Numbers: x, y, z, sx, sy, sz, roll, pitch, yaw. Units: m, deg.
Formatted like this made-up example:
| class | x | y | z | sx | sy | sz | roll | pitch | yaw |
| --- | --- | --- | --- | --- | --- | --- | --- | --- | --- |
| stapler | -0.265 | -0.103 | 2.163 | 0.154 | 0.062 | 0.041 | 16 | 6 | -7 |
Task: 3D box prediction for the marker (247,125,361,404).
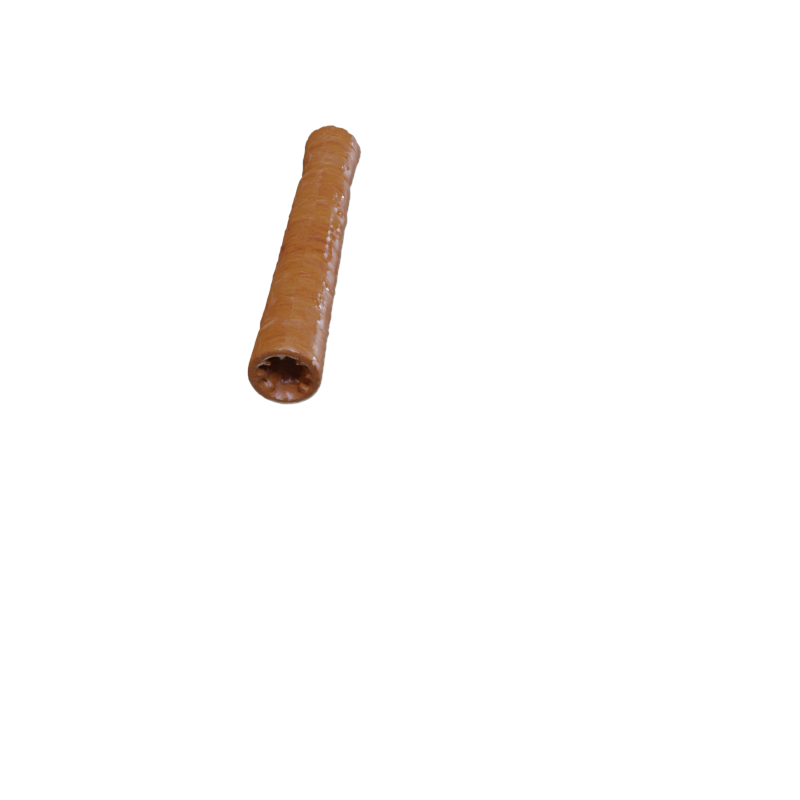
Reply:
| class | x | y | z | sx | sy | sz | roll | pitch | yaw |
| --- | --- | --- | --- | --- | --- | --- | --- | --- | --- |
| marker | -0.025 | -0.046 | 0.325 | 0.020 | 0.018 | 0.129 | -1 | 39 | 5 |
